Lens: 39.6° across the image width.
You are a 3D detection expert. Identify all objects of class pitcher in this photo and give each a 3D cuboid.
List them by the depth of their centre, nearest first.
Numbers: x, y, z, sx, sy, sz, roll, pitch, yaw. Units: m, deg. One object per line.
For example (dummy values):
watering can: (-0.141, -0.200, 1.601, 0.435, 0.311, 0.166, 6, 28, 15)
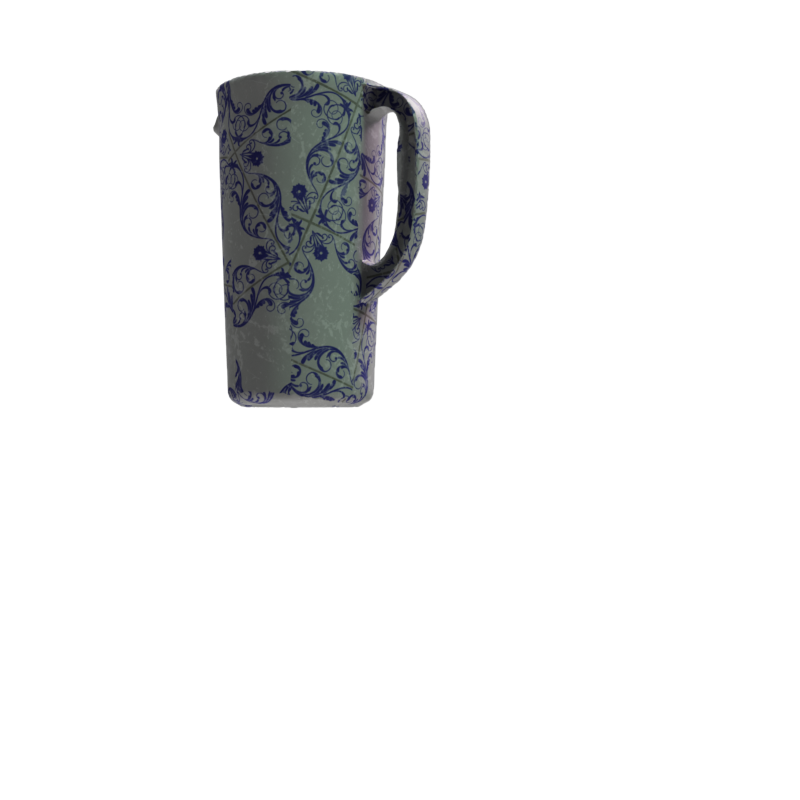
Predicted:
pitcher: (-0.064, -0.118, 0.824, 0.142, 0.247, 0.150, 1, -5, -14)
